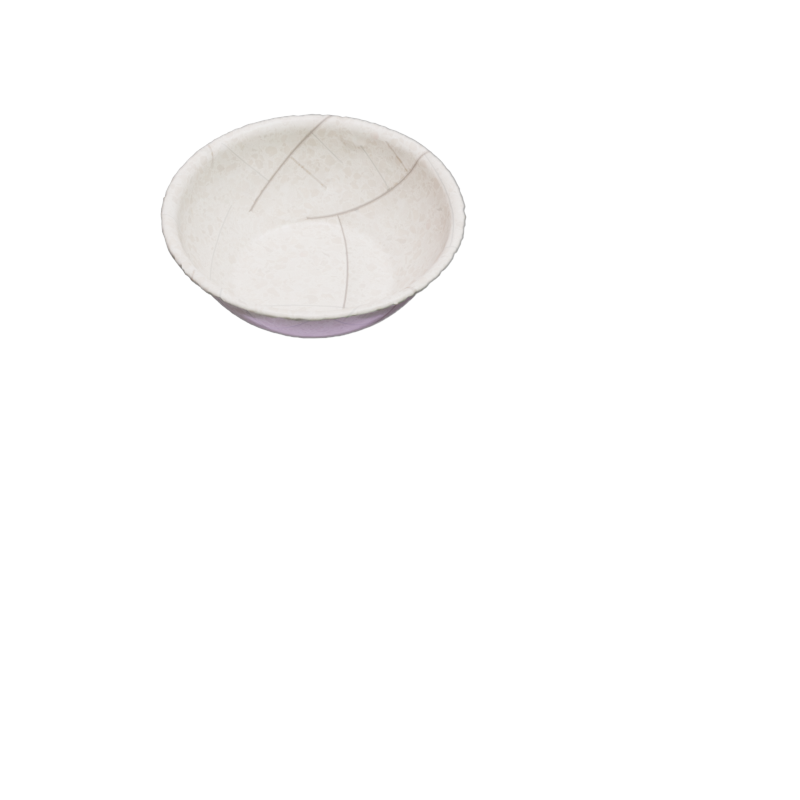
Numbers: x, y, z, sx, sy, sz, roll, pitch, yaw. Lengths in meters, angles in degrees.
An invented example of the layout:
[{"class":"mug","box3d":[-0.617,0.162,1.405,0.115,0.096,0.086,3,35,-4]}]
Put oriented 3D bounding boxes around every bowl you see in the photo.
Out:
[{"class":"bowl","box3d":[-0.047,-0.087,0.606,0.162,0.174,0.051,-1,-43,-1]}]
